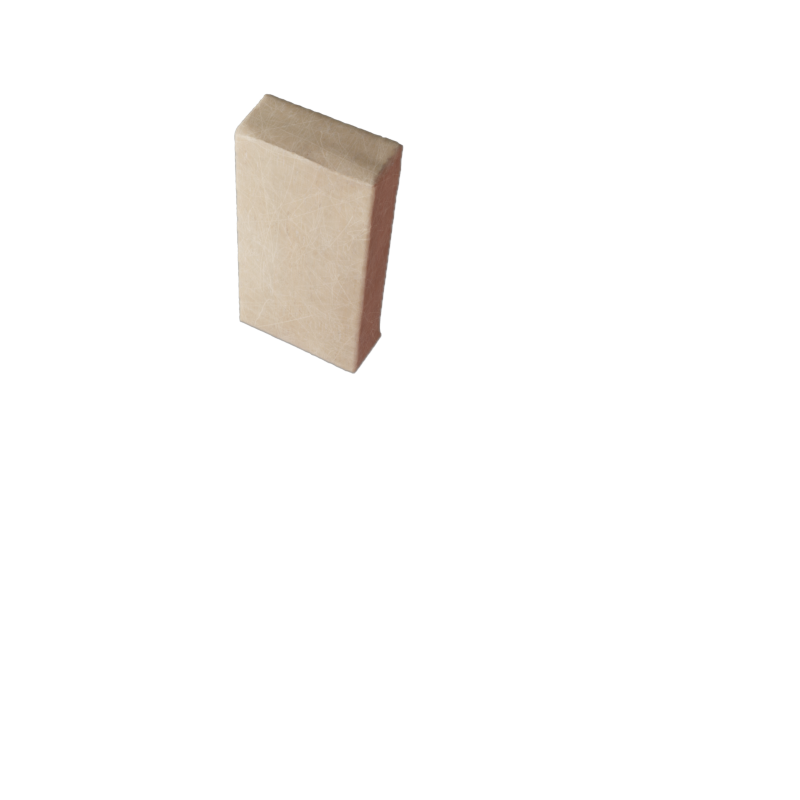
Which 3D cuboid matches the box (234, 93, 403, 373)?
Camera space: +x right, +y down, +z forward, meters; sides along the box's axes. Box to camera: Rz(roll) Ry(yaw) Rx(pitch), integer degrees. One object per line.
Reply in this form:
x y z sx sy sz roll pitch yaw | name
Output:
-0.054 -0.098 0.688 0.097 0.050 0.165 25 -34 14 | box
